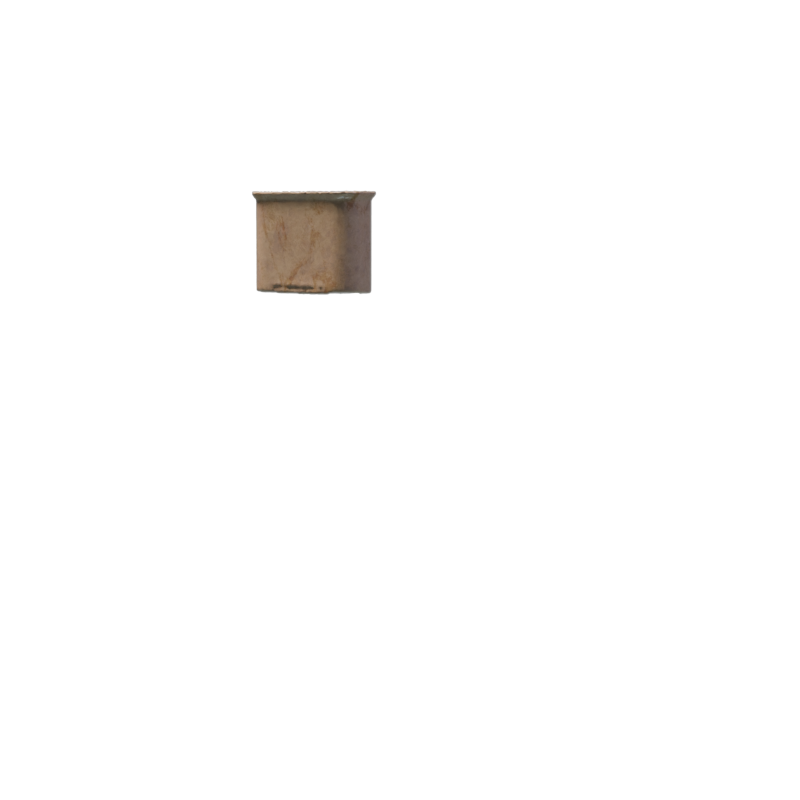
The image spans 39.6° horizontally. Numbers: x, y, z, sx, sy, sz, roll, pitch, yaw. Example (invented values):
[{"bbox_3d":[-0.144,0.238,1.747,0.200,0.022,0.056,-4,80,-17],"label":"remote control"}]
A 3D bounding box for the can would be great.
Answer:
[{"bbox_3d":[-0.072,-0.131,0.916,0.106,0.083,0.056,4,5,29],"label":"can"}]
